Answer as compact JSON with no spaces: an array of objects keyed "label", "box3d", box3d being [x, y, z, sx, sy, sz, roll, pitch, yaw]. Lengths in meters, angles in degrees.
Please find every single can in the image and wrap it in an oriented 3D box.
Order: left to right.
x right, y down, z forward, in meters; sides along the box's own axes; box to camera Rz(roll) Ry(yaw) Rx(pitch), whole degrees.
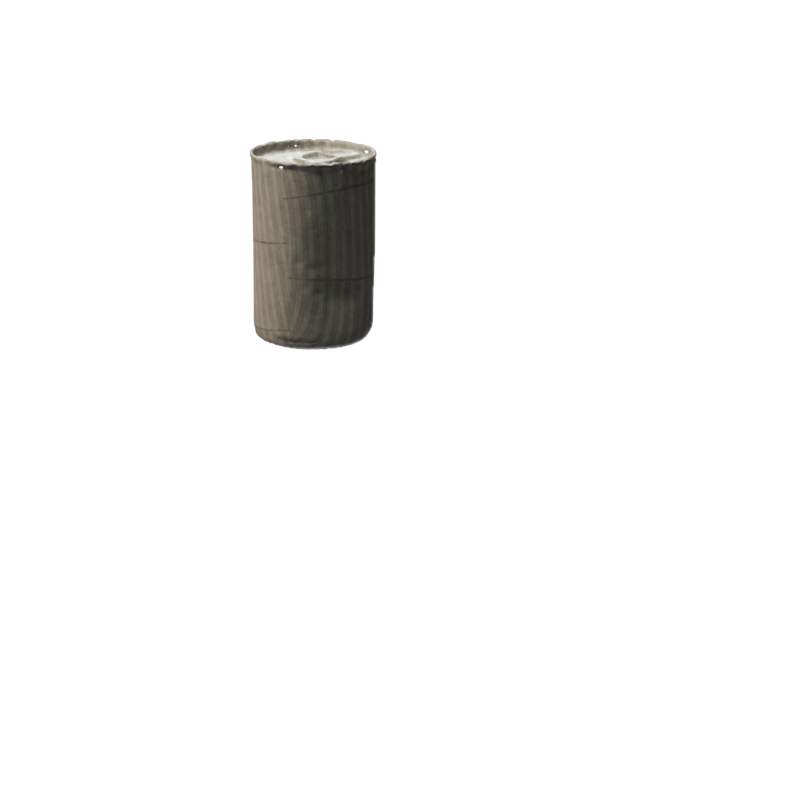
[{"label":"can","box3d":[-0.047,-0.087,0.606,0.068,0.098,0.071,0,19,-2]}]
